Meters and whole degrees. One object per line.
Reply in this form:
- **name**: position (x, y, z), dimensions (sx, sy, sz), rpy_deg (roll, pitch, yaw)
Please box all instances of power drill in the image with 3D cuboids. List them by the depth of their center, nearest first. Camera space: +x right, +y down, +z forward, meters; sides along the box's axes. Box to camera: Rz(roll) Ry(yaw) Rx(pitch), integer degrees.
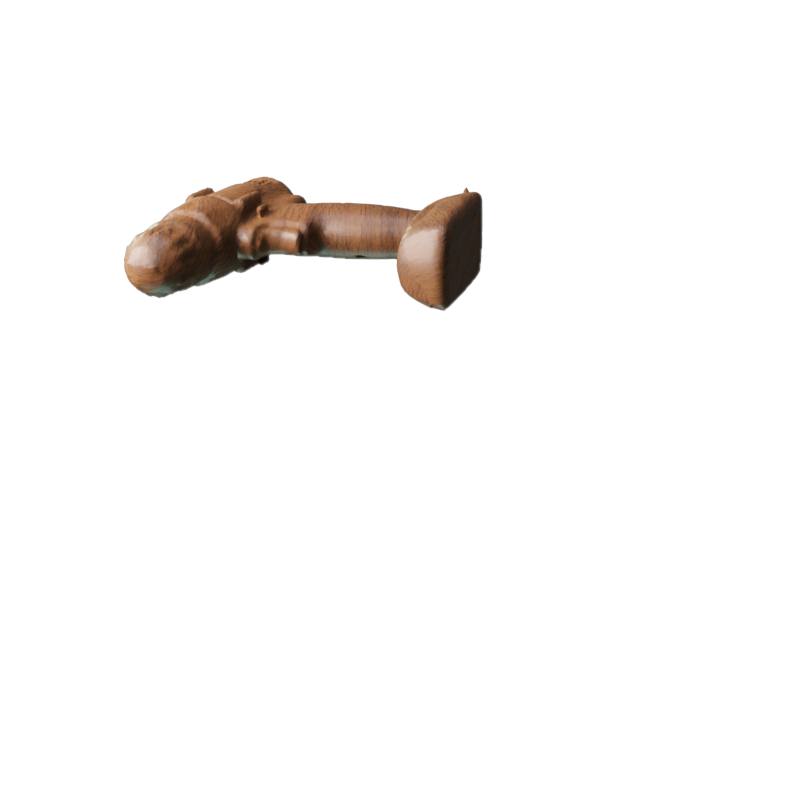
- **power drill**: position (-0.053, -0.097, 0.677), dimensions (0.193, 0.055, 0.187), rpy_deg (8, 24, 18)
